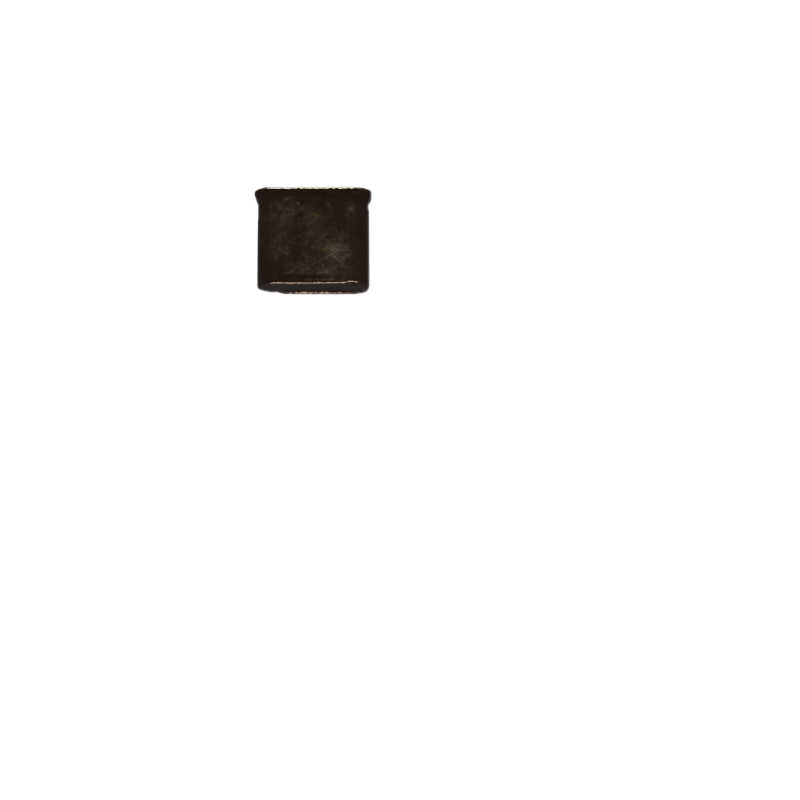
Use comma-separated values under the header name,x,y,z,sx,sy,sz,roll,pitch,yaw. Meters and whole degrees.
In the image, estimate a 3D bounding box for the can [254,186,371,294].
name,x,y,z,sx,sy,sz,roll,pitch,yaw
can,-0.075,-0.137,0.960,0.102,0.086,0.056,0,-11,0
